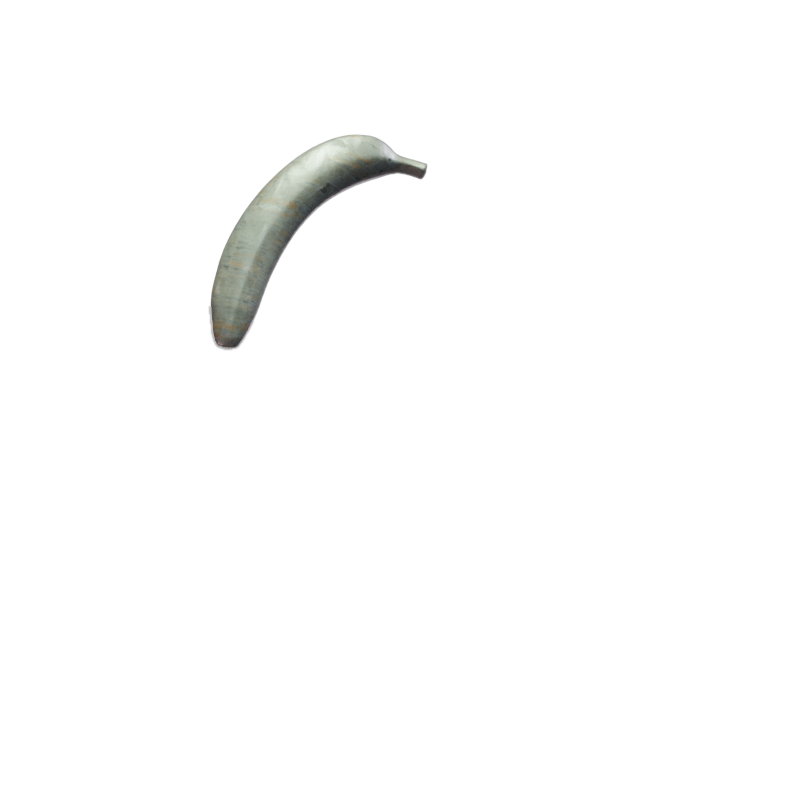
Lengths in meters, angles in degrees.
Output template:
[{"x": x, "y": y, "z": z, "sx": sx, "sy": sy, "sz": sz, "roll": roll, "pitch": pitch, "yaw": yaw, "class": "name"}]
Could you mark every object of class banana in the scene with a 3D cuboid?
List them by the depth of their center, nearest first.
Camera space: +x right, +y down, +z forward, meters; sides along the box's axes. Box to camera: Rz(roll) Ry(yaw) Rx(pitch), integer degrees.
[{"x": -0.069, "y": -0.122, "z": 0.752, "sx": 0.072, "sy": 0.200, "sz": 0.035, "roll": 41, "pitch": -18, "yaw": 15, "class": "banana"}]
